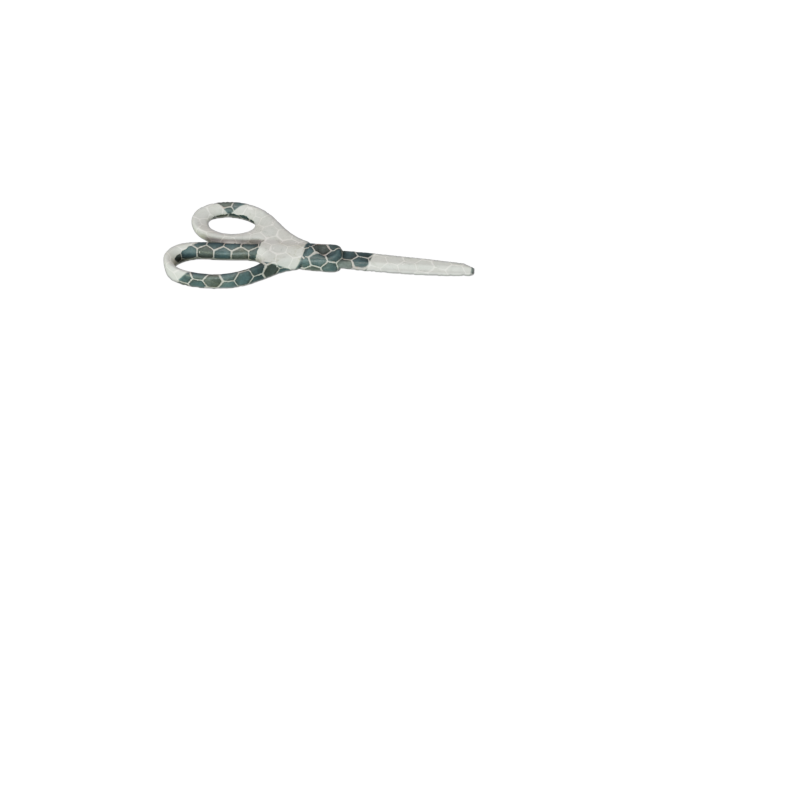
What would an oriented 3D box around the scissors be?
[{"bbox_3d":[-0.059,-0.107,0.751,0.200,0.015,0.104,-5,41,-6],"label":"scissors"}]
